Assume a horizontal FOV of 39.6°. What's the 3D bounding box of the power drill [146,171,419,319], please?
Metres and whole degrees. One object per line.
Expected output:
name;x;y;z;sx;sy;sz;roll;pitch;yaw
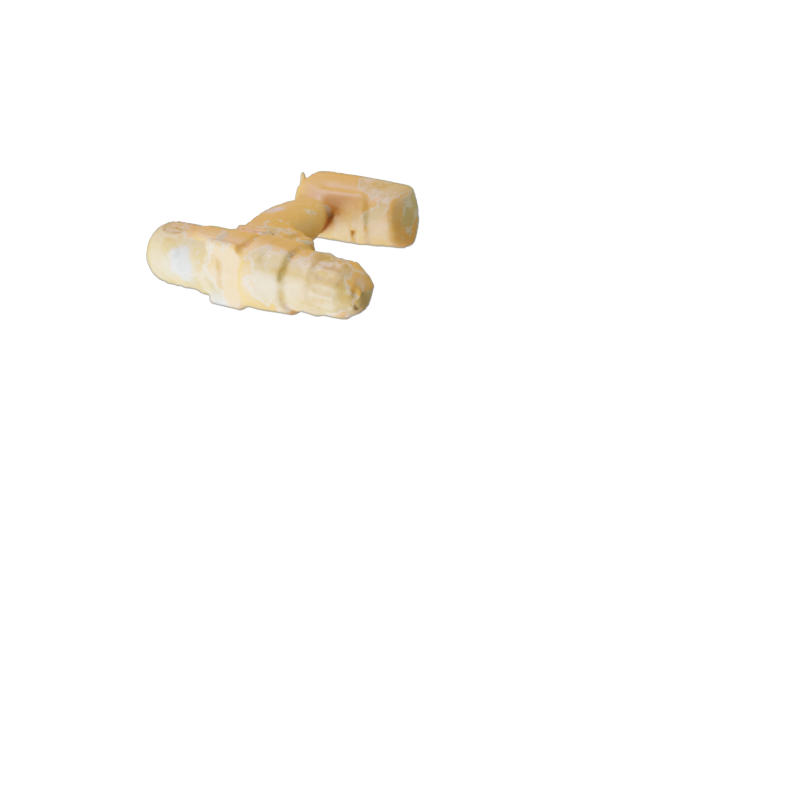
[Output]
power drill;-0.064;-0.117;0.816;0.194;0.055;0.187;16;29;30
